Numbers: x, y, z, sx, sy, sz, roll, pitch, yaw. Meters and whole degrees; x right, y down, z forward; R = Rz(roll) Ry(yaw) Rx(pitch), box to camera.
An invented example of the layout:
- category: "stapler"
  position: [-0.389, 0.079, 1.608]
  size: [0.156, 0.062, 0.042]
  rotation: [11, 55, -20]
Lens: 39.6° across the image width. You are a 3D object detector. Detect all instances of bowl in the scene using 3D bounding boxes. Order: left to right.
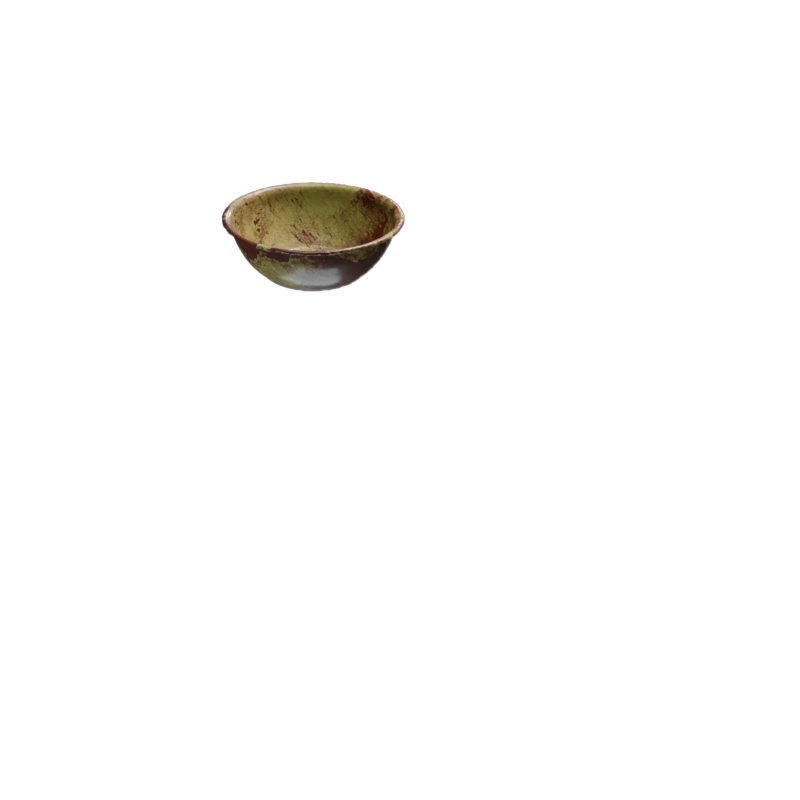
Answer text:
- category: "bowl"
  position: [-0.077, -0.141, 0.989]
  size: [0.162, 0.052, 0.172]
  rotation: [-1, 31, -2]
